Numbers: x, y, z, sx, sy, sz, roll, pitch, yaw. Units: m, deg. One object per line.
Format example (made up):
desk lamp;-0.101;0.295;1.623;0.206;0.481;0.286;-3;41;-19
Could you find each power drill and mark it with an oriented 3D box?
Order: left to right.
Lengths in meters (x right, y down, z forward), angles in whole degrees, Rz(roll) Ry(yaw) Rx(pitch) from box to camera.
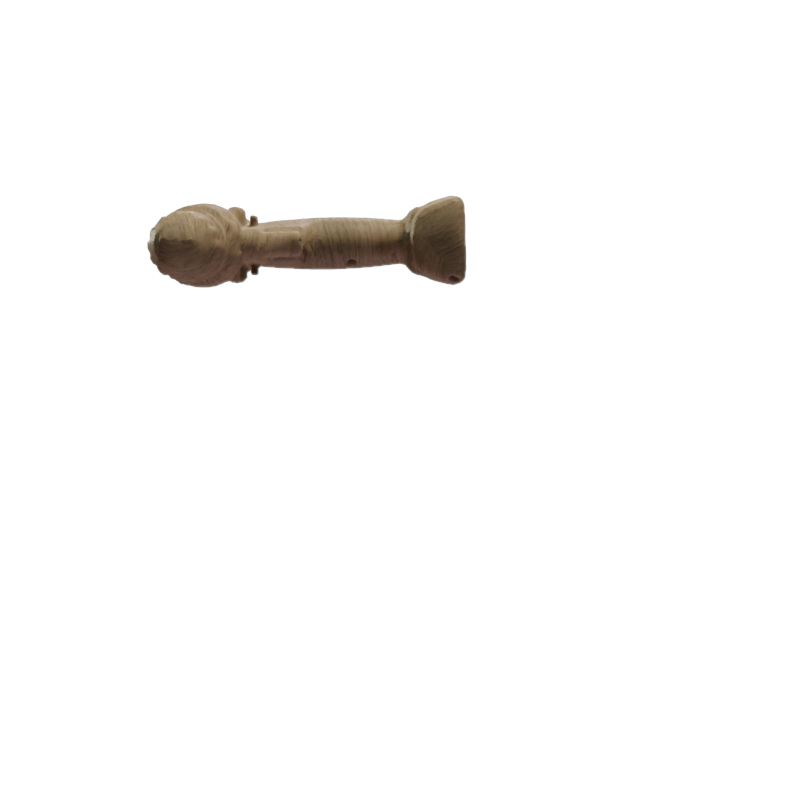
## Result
power drill;-0.054;-0.099;0.695;0.189;0.057;0.186;1;9;3
